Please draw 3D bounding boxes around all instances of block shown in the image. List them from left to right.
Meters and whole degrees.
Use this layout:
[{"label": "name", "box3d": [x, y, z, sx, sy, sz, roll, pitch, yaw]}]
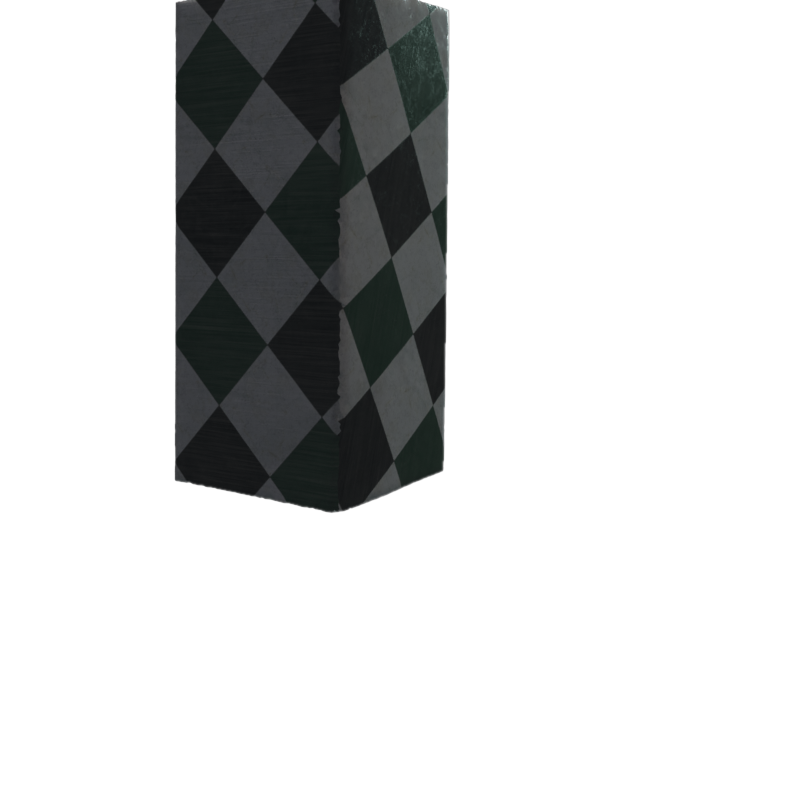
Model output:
[{"label": "block", "box3d": [-0.037, -0.069, 0.485, 0.094, 0.205, 0.087, 3, 4, 34]}]
